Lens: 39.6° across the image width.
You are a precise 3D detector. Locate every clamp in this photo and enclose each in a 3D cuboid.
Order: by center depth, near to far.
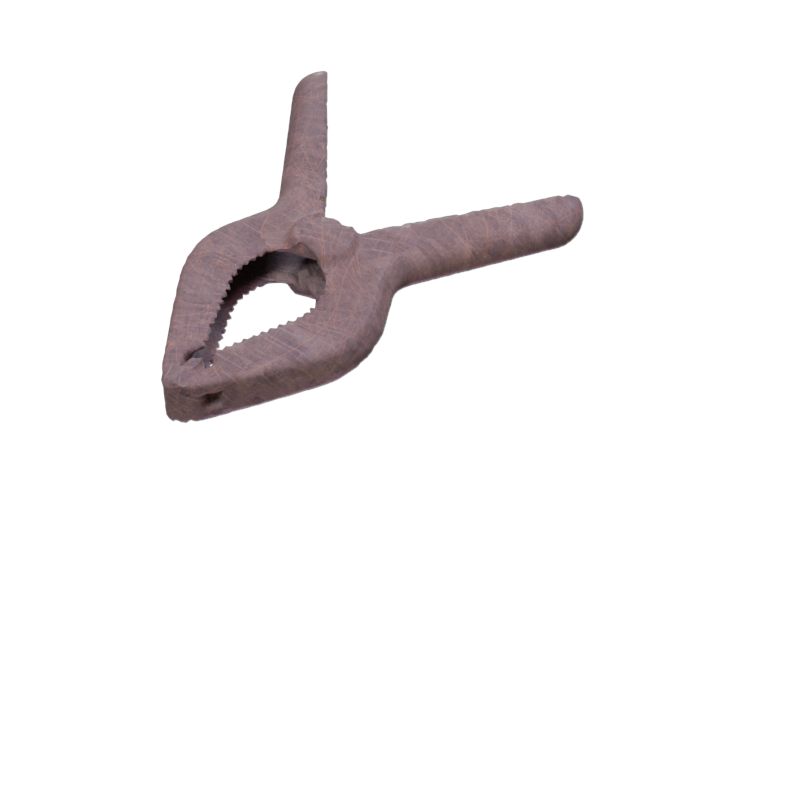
[{"bbox_3d":[-0.040,-0.073,0.510,0.175,0.034,0.212,35,59,26],"label":"clamp"}]
